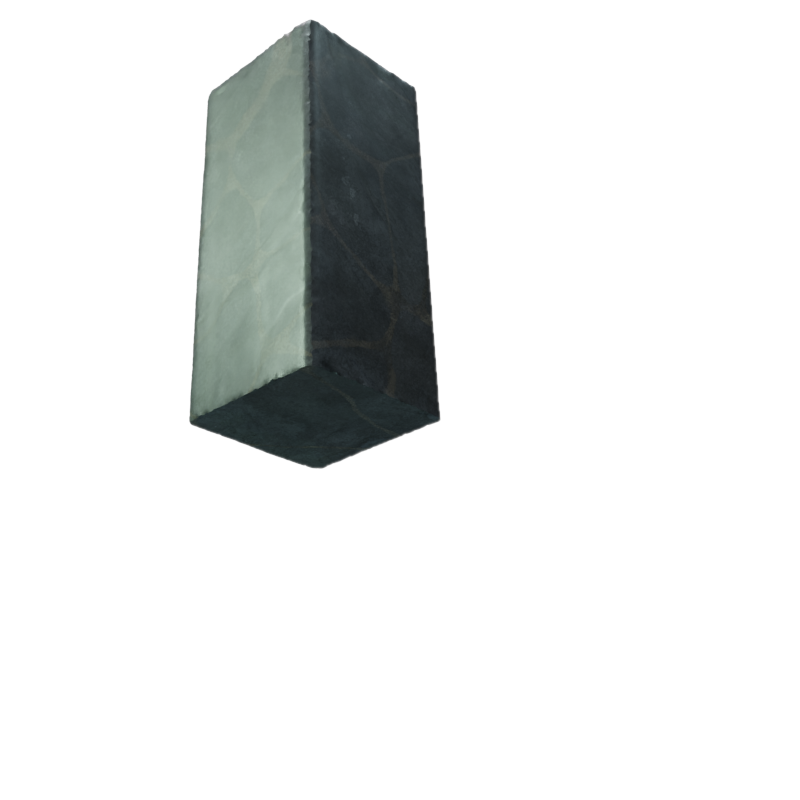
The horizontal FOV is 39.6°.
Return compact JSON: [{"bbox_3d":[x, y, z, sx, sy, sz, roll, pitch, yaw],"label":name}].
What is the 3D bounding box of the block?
[{"bbox_3d":[-0.047,-0.084,0.586,0.091,0.220,0.084,-28,-39,37],"label":"block"}]
